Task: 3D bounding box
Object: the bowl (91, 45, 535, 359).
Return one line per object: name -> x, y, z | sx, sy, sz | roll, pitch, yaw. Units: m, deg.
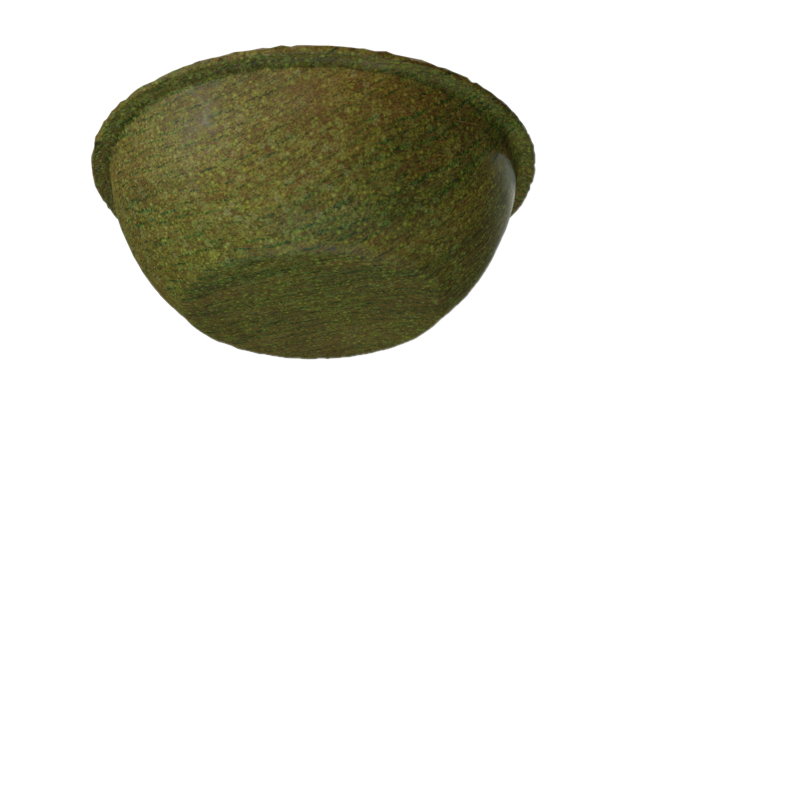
bowl -> -0.031, -0.057, 0.396 | 0.162, 0.058, 0.154 | 1, -22, -2
